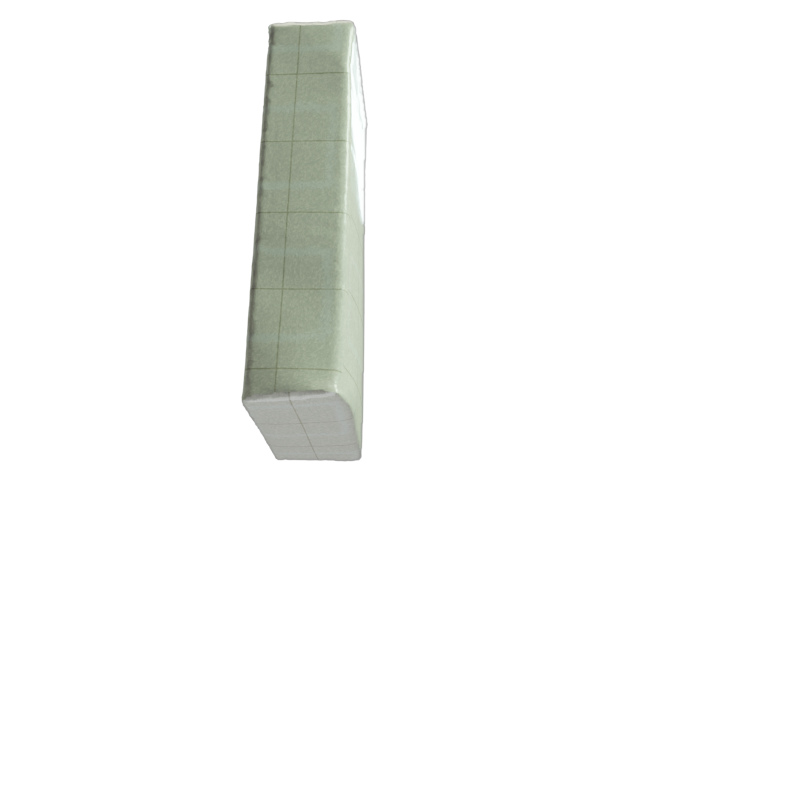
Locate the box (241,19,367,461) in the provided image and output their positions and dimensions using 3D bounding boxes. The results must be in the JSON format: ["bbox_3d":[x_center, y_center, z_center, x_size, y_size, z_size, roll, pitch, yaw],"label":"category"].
[{"bbox_3d":[-0.039,-0.071,0.495,0.048,0.186,0.088,-3,-23,2],"label":"box"}]
